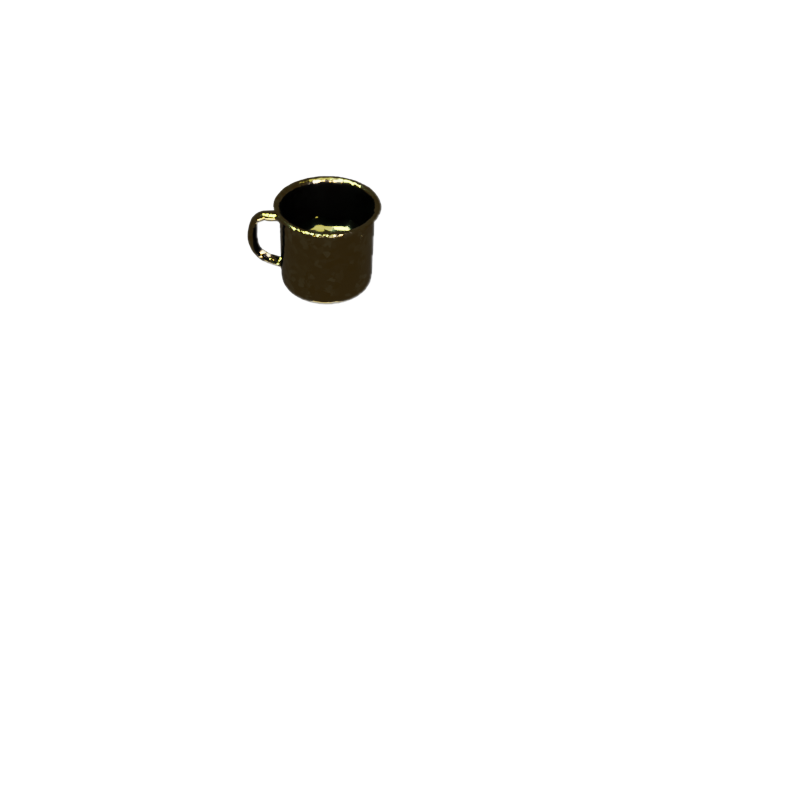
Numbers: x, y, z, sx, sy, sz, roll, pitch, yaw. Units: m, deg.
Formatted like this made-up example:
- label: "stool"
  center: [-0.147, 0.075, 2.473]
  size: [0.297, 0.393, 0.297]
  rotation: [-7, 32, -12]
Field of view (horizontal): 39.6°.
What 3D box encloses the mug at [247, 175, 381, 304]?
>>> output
- label: "mug"
  center: [-0.076, -0.139, 0.976]
  size: [0.118, 0.076, 0.099]
  rotation: [3, 40, 2]
